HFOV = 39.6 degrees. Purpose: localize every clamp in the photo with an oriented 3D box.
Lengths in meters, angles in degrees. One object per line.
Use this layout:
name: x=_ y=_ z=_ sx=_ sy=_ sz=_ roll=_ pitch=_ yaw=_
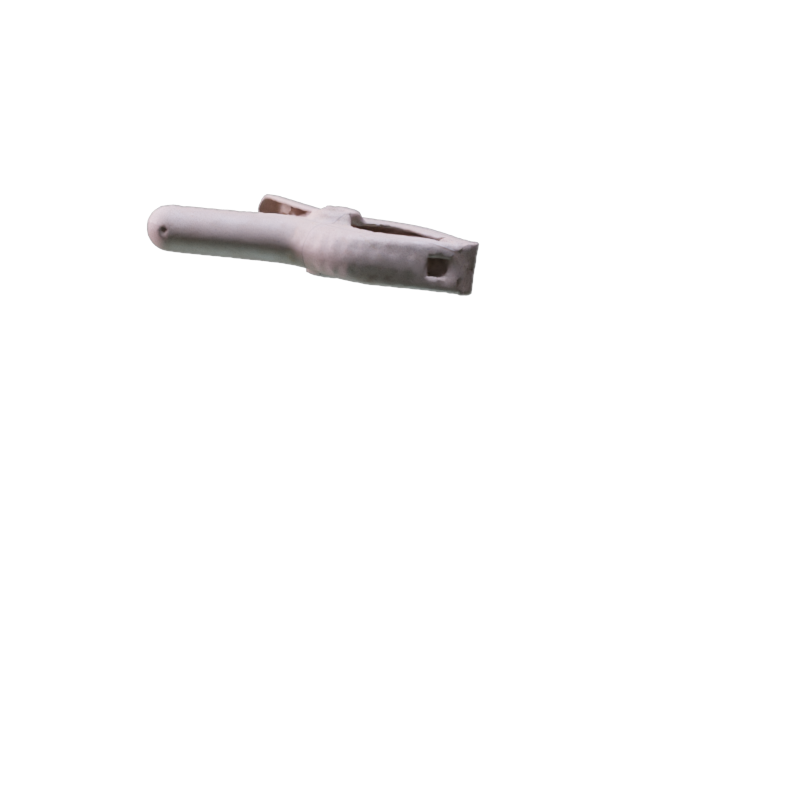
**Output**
clamp: x=-0.046 y=-0.084 z=0.589 sx=0.180 sy=0.038 sz=0.118 roll=15 pitch=24 yaw=35
